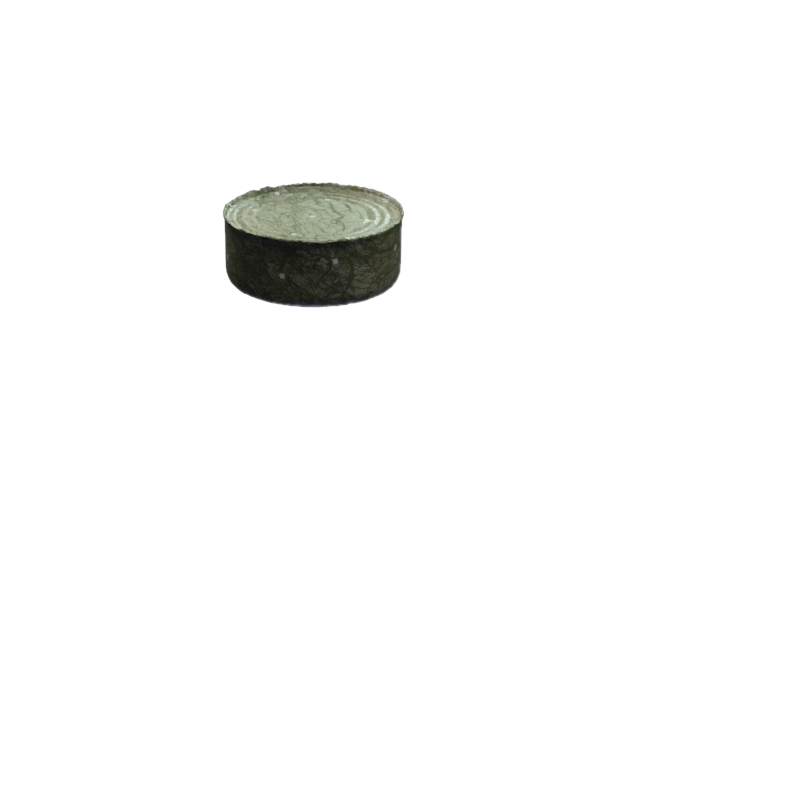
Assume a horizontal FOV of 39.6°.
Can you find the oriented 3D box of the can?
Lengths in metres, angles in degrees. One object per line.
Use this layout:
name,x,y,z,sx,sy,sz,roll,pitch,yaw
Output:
can,-0.042,-0.076,0.531,0.086,0.032,0.091,-1,27,-2
